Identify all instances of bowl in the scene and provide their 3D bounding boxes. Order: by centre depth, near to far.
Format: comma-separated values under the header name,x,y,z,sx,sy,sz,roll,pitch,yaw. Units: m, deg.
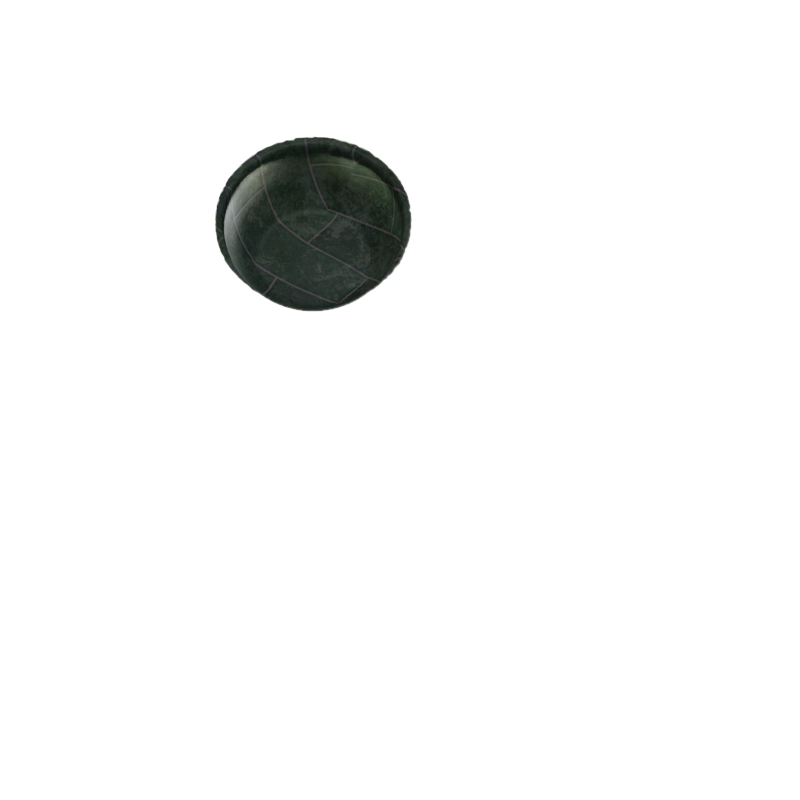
name,x,y,z,sx,sy,sz,roll,pitch,yaw
bowl,-0.069,-0.127,0.887,0.162,0.152,0.059,1,35,-1
